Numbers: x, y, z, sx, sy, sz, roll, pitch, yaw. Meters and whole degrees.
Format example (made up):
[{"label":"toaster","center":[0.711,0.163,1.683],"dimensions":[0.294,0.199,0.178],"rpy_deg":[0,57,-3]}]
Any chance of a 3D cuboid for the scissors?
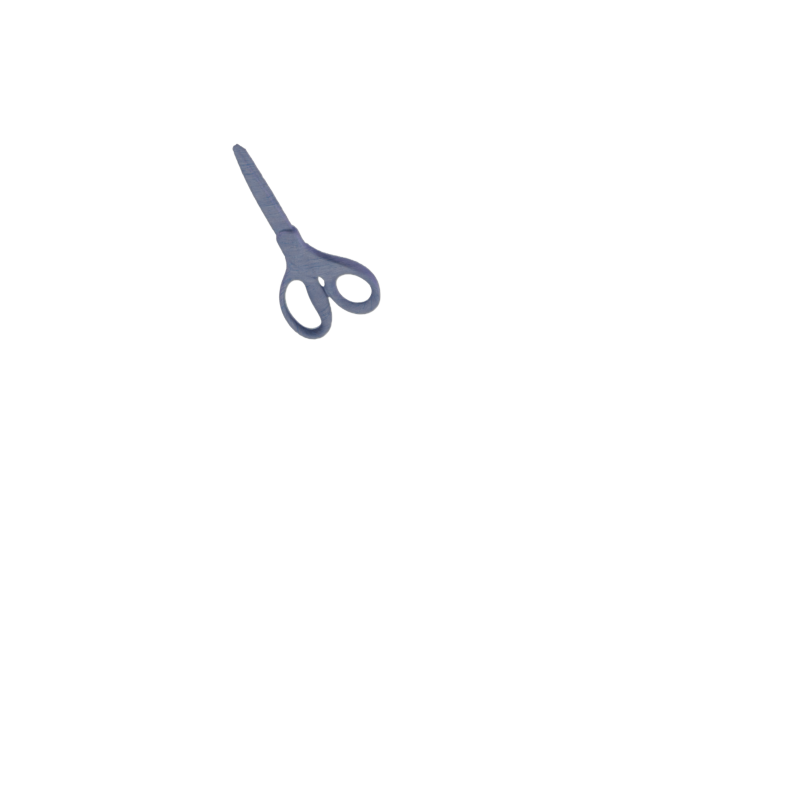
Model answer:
[{"label":"scissors","center":[-0.071,-0.130,0.911],"dimensions":[0.097,0.187,0.017],"rpy_deg":[-6,39,4]}]
